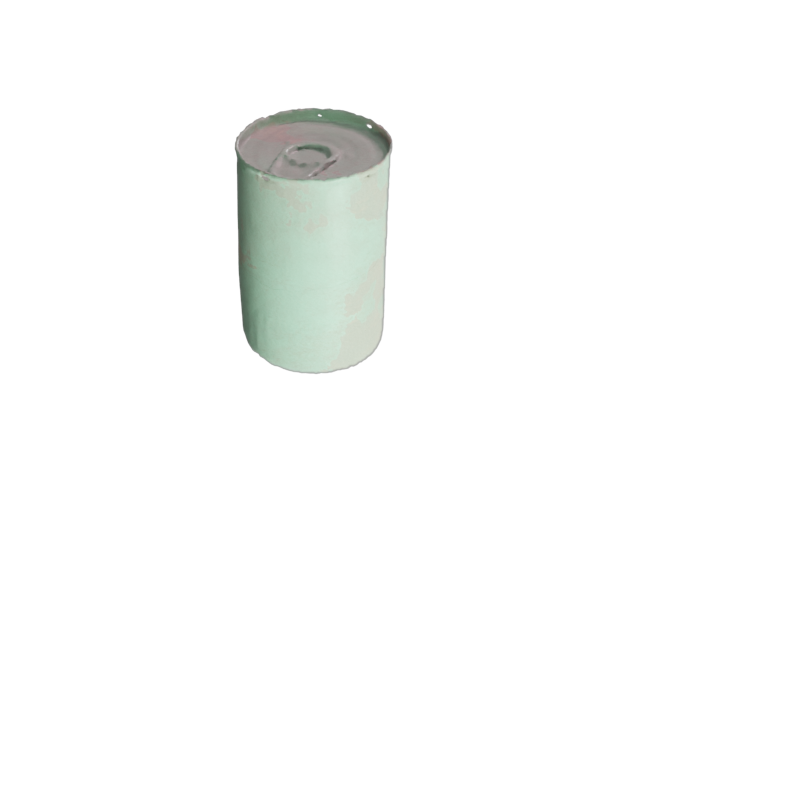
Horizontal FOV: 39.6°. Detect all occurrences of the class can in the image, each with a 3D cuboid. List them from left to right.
[{"bbox_3d":[-0.039,-0.072,0.502,0.068,0.096,0.073,0,35,-3],"label":"can"}]
